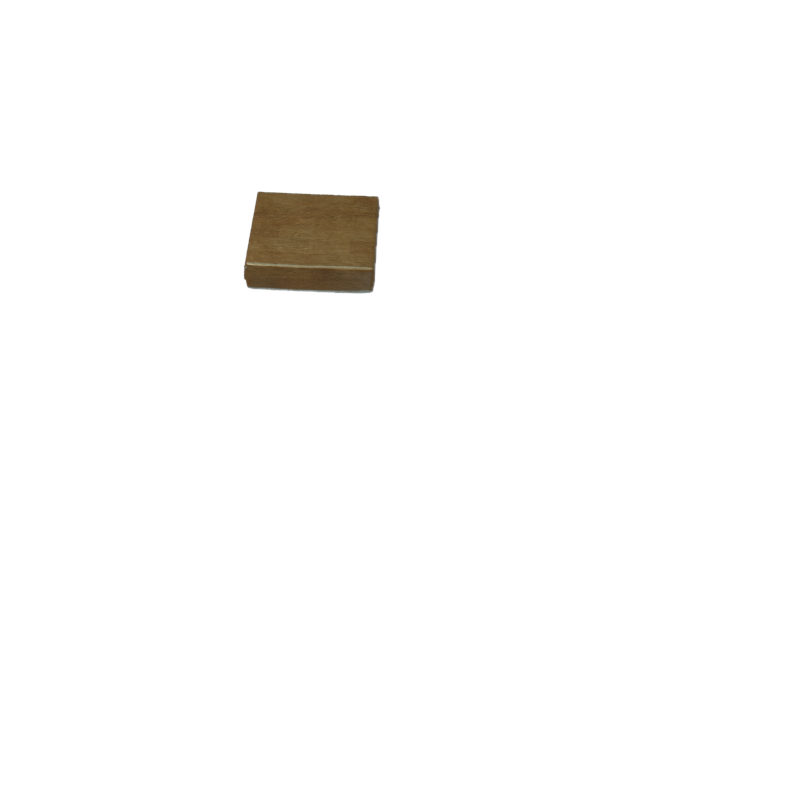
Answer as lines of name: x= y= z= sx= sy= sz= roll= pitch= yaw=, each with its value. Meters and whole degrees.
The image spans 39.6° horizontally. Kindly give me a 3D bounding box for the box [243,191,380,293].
box: x=-0.076 y=-0.139 z=0.975 sx=0.114 sy=0.096 sz=0.036 roll=3 pitch=-39 yaw=2
